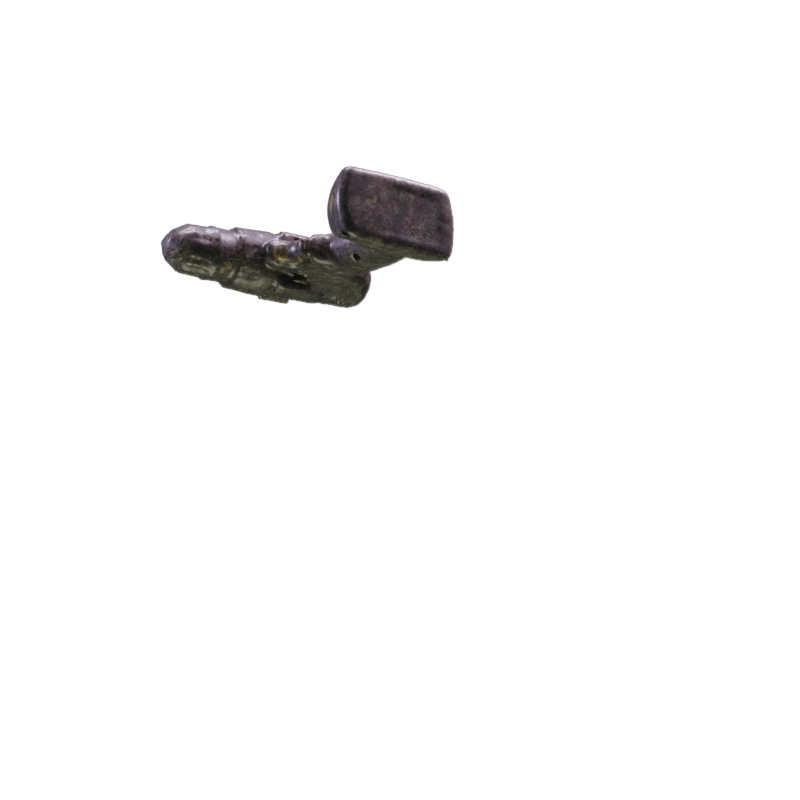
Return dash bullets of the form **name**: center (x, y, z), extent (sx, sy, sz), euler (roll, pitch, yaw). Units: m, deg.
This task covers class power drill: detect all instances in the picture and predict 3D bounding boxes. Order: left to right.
- **power drill**: center (-0.066, -0.120, 0.842), extent (0.176, 0.059, 0.190), euler (7, -12, -34)
